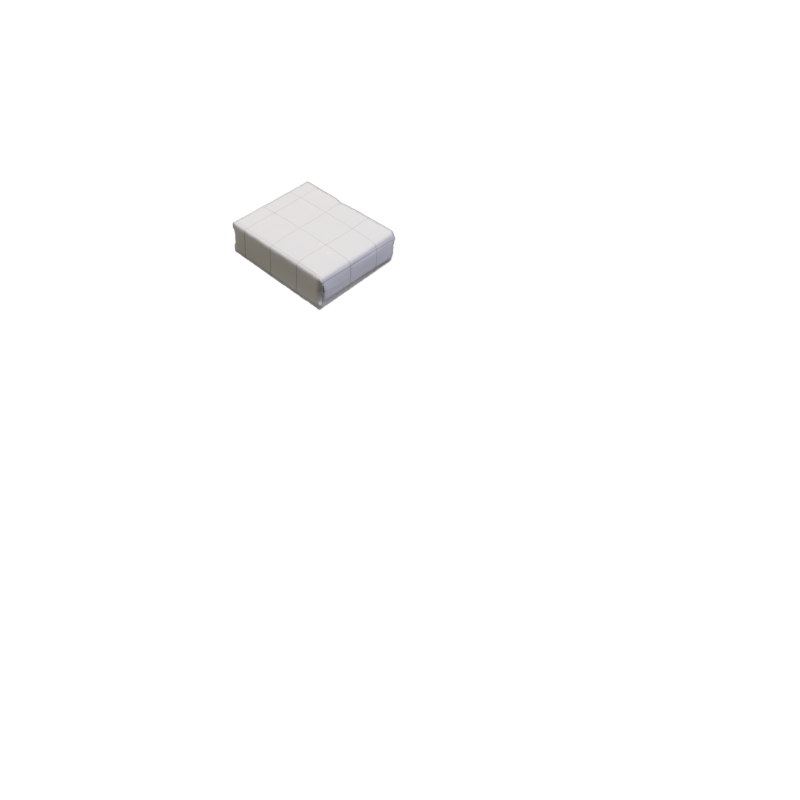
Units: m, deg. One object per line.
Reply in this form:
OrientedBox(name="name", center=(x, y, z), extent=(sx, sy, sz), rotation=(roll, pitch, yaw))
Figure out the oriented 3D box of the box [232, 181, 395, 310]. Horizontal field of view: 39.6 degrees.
OrientedBox(name="box", center=(-0.060, -0.110, 0.771), extent=(0.095, 0.028, 0.073), rotation=(34, 52, 31))
